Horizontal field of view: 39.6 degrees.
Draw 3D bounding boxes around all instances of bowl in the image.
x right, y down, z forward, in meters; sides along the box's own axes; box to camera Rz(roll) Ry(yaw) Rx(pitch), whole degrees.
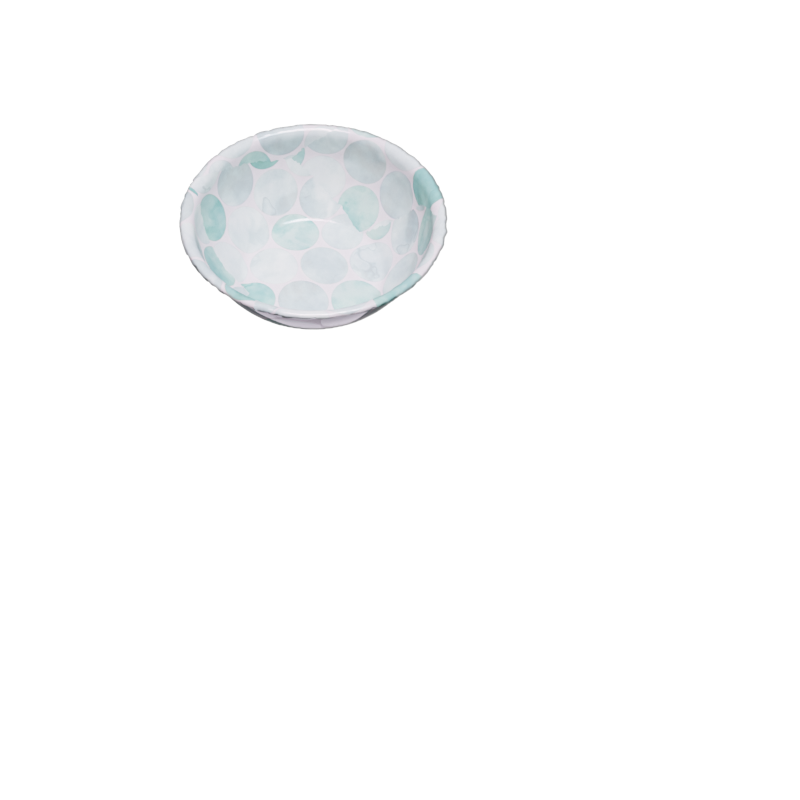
[{"bbox_3d":[-0.054,-0.098,0.689,0.162,0.174,0.051,-1,-39,-1],"label":"bowl"}]
